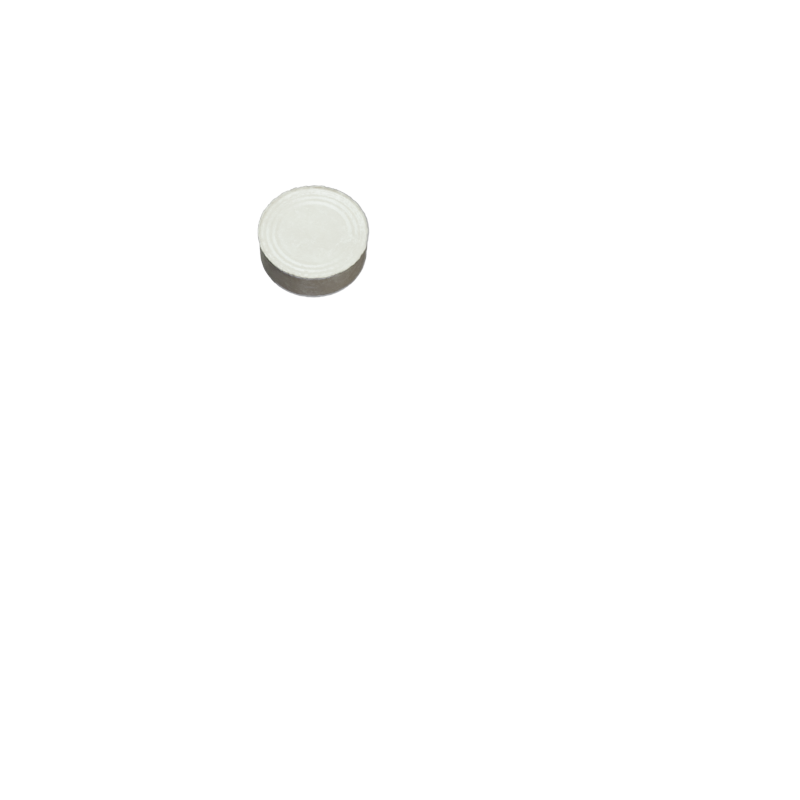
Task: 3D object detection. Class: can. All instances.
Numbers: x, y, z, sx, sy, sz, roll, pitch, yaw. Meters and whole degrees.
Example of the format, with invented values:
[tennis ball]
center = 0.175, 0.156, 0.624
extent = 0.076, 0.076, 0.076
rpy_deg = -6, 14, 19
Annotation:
[can]
center = -0.068, -0.123, 0.864
extent = 0.086, 0.092, 0.031
rpy_deg = -1, -30, -1
